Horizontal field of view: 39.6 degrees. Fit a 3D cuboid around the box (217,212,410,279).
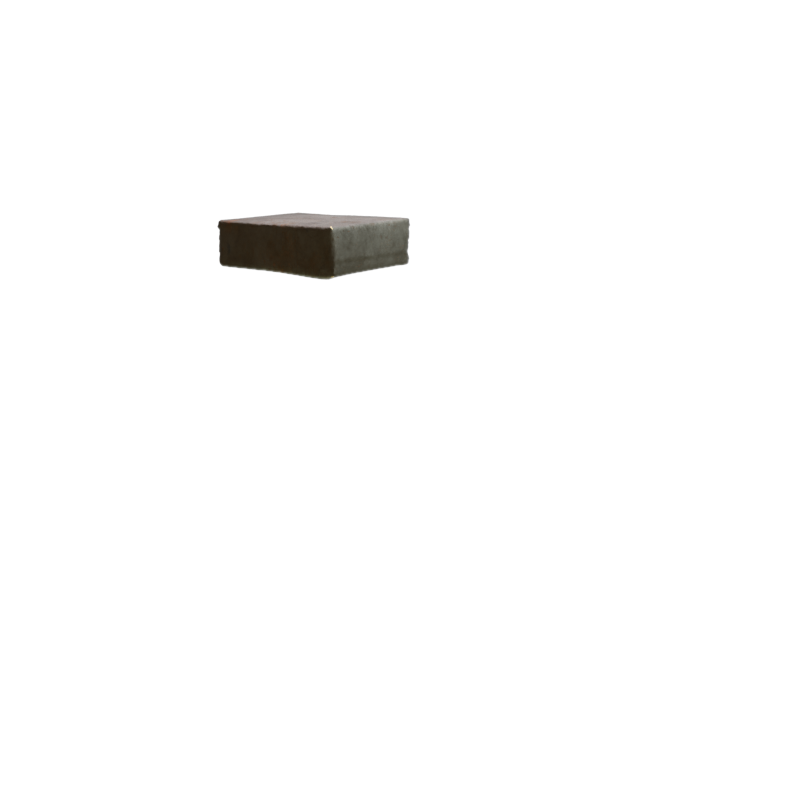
[{"bbox_3d":[-0.064,-0.116,0.811,0.119,0.038,0.088,12,19,38],"label":"box"}]
